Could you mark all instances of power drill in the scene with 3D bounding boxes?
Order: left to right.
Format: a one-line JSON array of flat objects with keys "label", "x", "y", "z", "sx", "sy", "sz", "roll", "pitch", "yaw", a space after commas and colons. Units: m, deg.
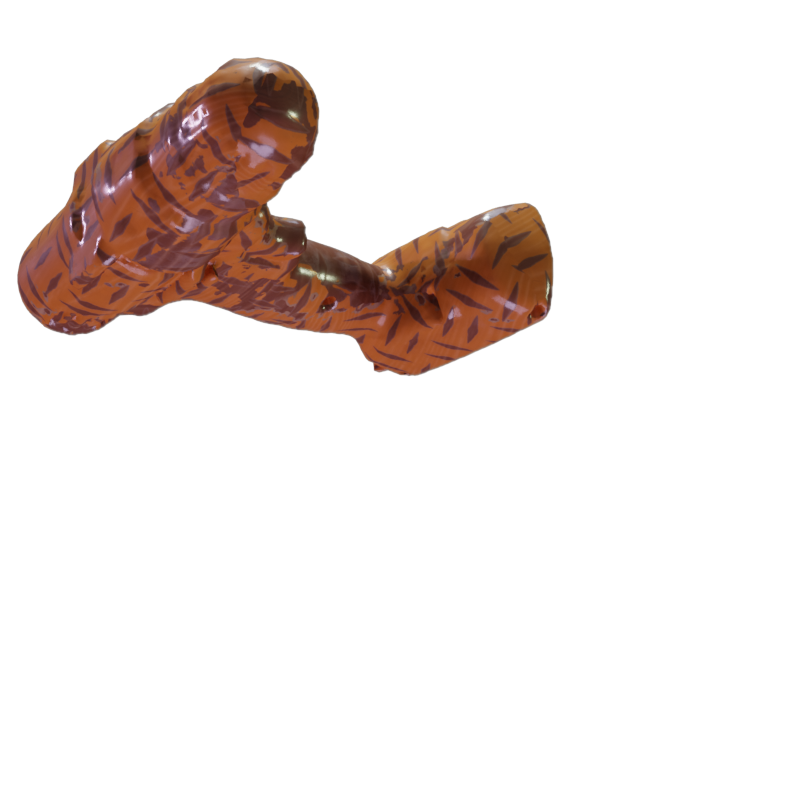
[{"label": "power drill", "x": -0.034, "y": -0.061, "z": 0.428, "sx": 0.179, "sy": 0.060, "sz": 0.185, "roll": 11, "pitch": -19, "yaw": -34}]
